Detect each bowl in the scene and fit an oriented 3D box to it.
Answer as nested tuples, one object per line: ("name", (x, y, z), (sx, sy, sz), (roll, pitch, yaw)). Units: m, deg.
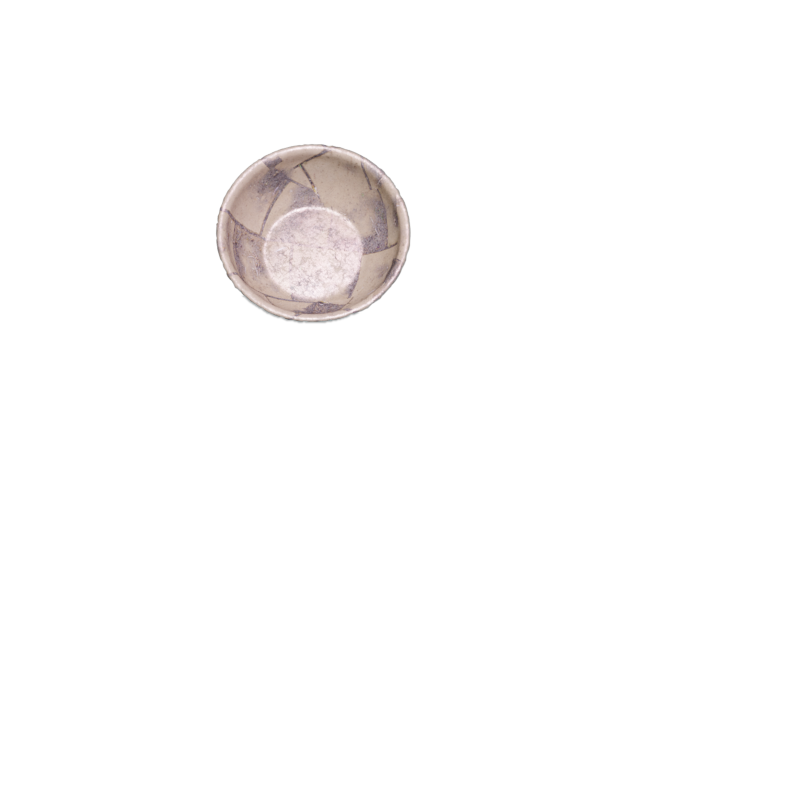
("bowl", (-0.074, -0.135, 0.942), (0.162, 0.170, 0.052), (-1, -21, -1))
